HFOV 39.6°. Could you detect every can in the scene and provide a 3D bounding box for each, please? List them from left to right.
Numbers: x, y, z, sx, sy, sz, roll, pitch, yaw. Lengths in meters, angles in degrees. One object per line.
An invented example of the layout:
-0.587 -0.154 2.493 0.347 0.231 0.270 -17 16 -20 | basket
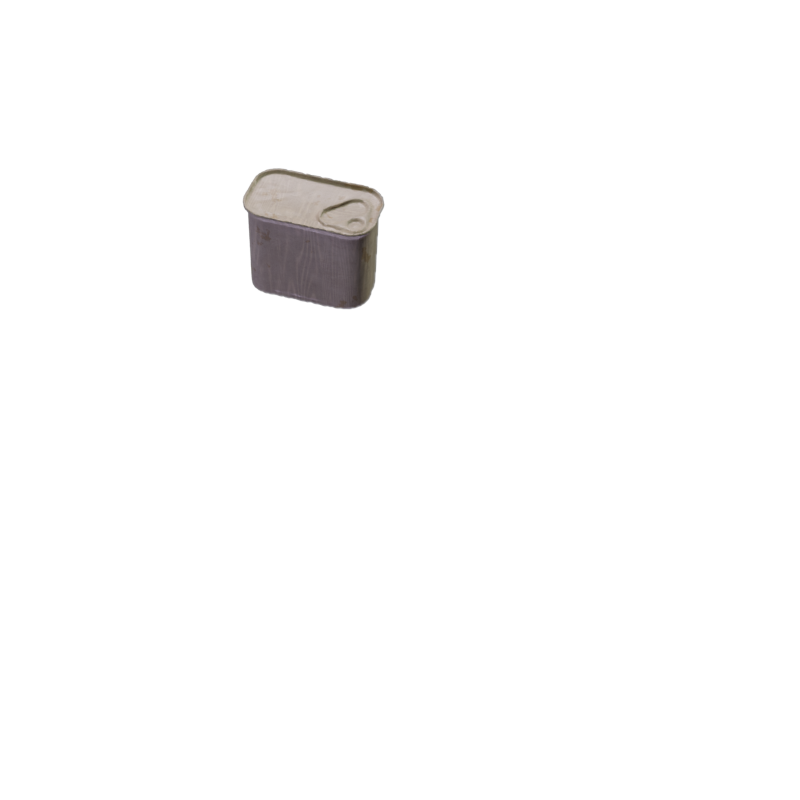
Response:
-0.066 -0.121 0.845 0.104 0.078 0.060 14 47 11 | can
